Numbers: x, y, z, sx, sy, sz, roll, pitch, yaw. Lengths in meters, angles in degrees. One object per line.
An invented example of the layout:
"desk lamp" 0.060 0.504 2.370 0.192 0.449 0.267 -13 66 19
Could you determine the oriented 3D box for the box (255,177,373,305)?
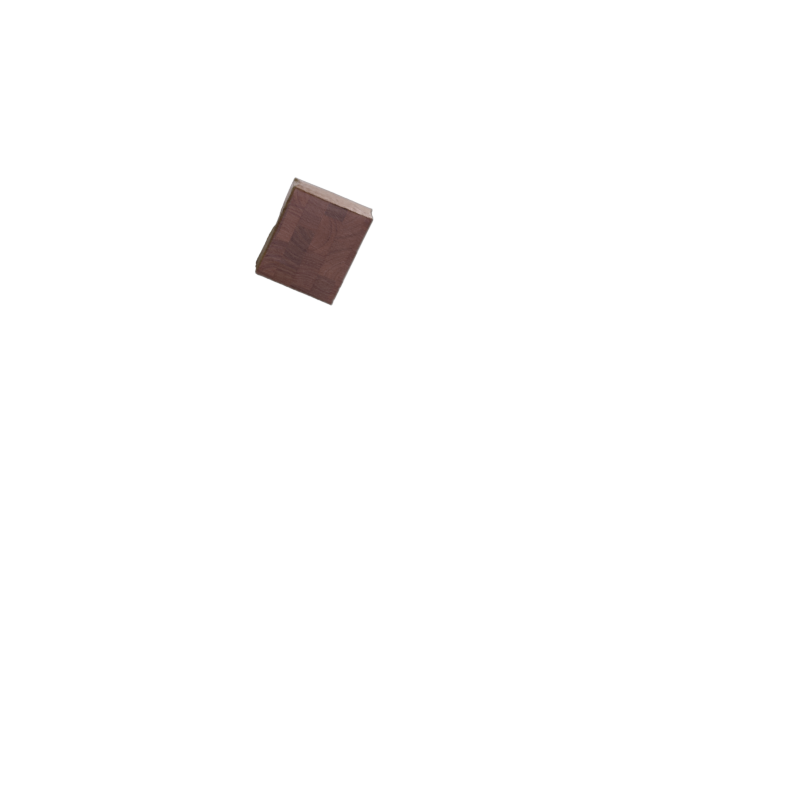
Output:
"box" -0.074 -0.134 0.942 0.072 0.087 0.032 23 21 -10
